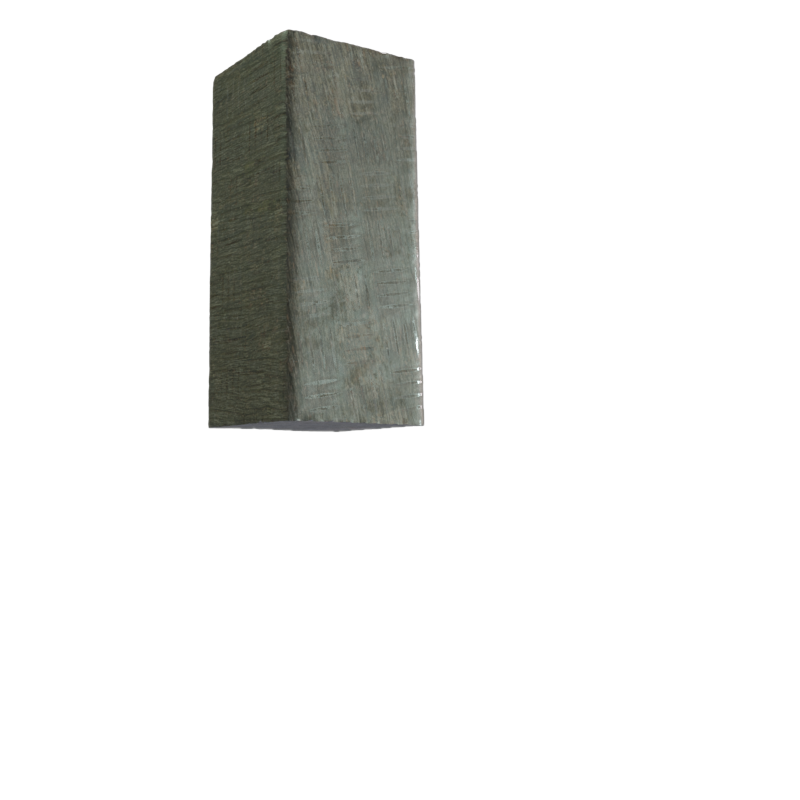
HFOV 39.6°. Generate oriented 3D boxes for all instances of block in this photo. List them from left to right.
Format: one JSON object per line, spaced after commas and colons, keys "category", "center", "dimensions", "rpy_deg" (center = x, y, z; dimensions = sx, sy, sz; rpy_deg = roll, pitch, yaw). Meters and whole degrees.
{"category": "block", "center": [-0.050, -0.089, 0.624], "dimensions": [0.086, 0.212, 0.092], "rpy_deg": [7, -13, -33]}
